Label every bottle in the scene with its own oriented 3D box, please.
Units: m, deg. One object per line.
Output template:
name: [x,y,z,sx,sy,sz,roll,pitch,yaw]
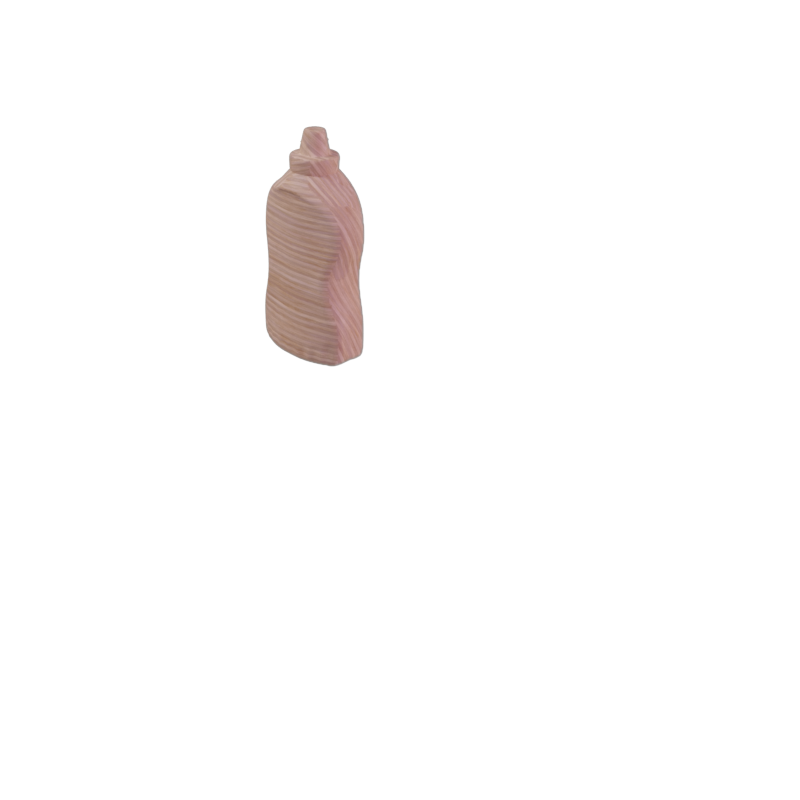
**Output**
bottle: [-0.071,-0.131,0.915,0.057,0.183,0.102,-17,29,-38]
